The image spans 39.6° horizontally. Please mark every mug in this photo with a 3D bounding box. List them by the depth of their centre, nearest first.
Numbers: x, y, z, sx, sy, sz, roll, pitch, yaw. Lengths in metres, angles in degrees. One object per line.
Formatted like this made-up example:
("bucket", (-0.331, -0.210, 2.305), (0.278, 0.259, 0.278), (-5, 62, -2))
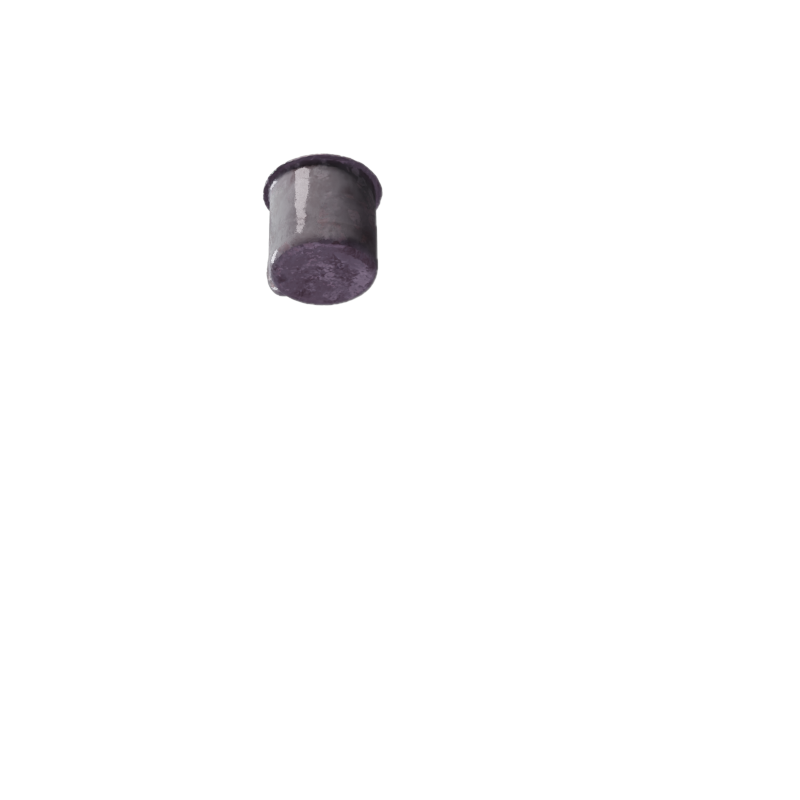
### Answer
("mug", (-0.066, -0.121, 0.847), (0.088, 0.087, 0.116), (25, -42, -33))
